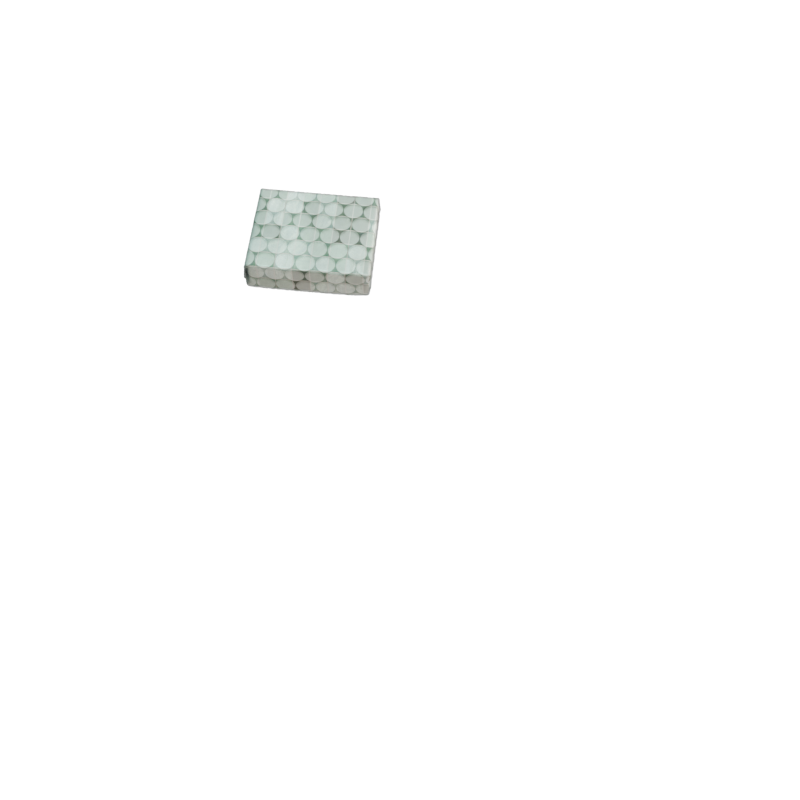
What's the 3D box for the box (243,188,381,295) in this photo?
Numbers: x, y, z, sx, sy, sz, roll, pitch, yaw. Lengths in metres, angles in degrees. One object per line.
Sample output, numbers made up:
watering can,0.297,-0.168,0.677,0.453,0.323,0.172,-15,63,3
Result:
box,-0.078,-0.142,0.996,0.114,0.095,0.036,6,-34,3
